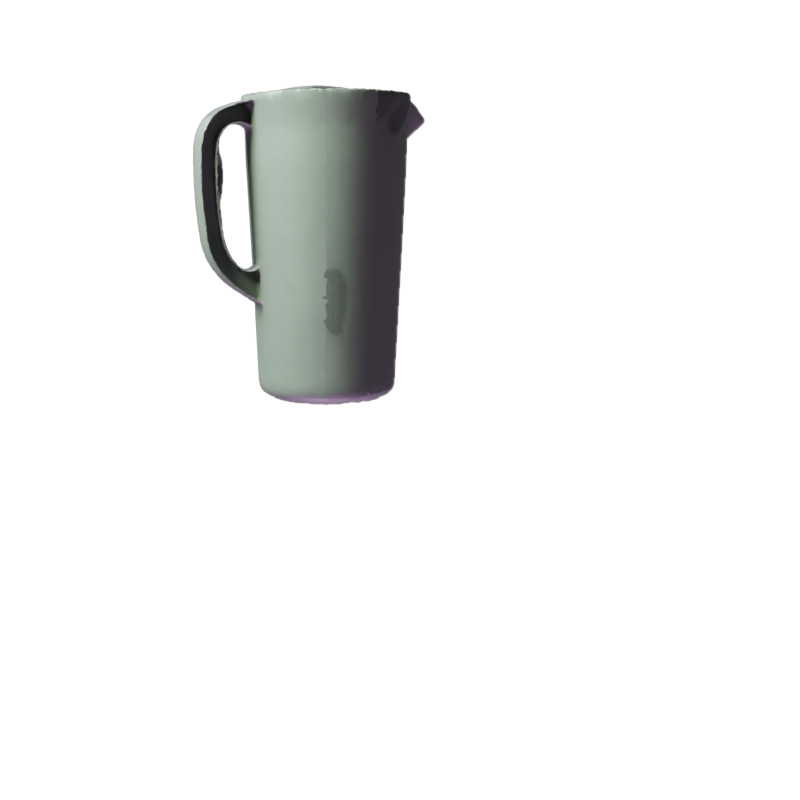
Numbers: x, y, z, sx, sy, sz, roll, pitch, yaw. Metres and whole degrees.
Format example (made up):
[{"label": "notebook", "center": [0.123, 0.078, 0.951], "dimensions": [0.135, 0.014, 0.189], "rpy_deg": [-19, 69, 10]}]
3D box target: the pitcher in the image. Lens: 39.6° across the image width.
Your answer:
[{"label": "pitcher", "center": [-0.068, -0.124, 0.870], "dimensions": [0.153, 0.241, 0.142], "rpy_deg": [2, 5, 20]}]
